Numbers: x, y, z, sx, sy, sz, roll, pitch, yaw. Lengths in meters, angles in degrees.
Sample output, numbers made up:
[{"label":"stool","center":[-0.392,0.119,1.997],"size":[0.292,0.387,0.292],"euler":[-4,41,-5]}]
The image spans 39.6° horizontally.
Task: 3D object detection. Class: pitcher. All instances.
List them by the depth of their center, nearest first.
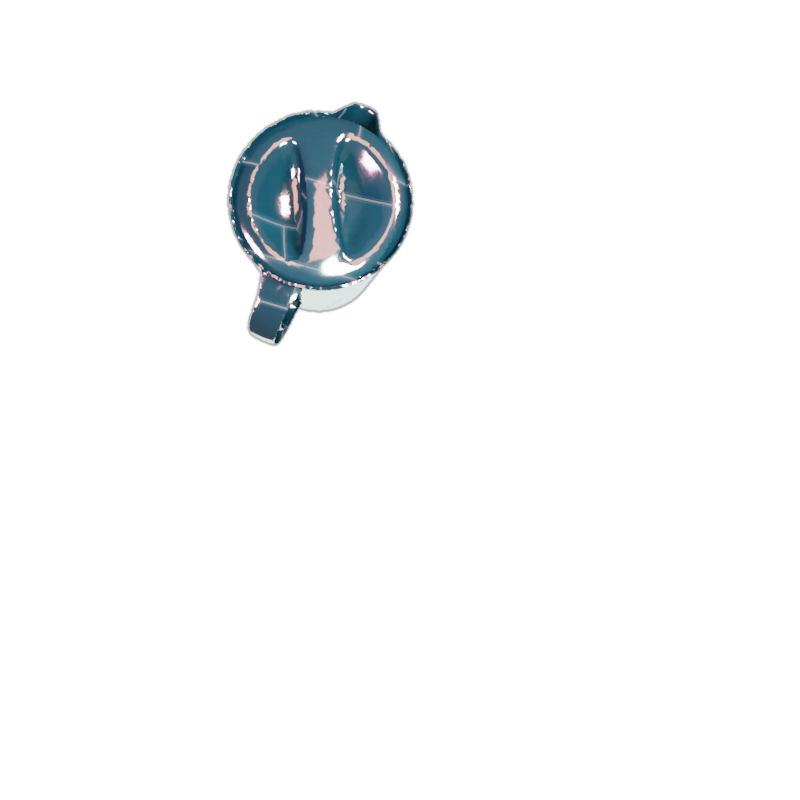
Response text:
[{"label":"pitcher","center":[-0.071,-0.130,0.909],"size":[0.149,0.148,0.239],"euler":[-22,-4,-5]}]
